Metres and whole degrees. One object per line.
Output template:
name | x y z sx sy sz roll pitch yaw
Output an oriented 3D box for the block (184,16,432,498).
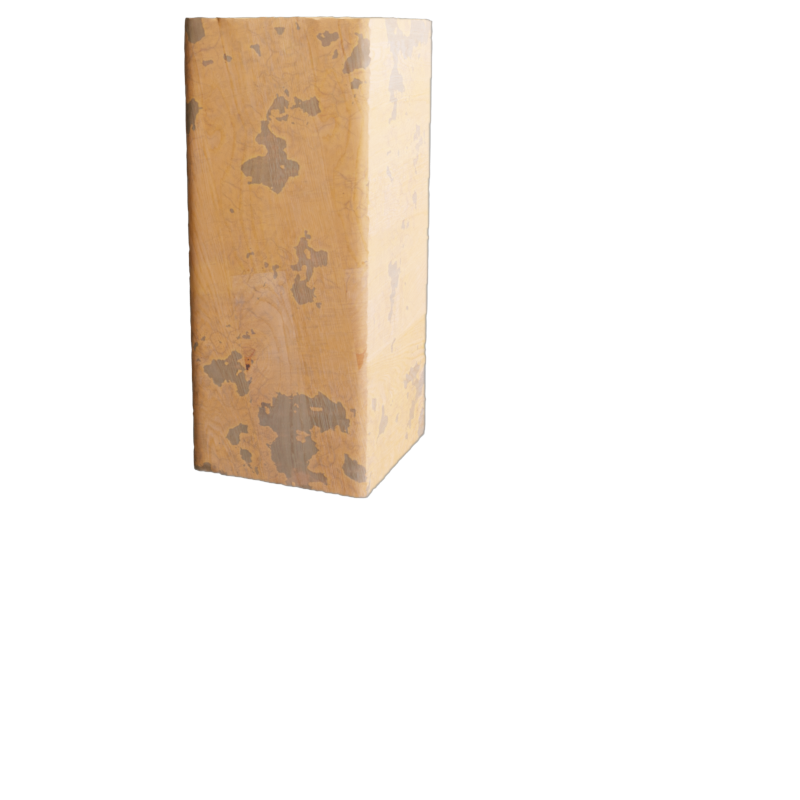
block | -0.041 -0.074 0.520 0.093 0.200 0.091 5 13 19
